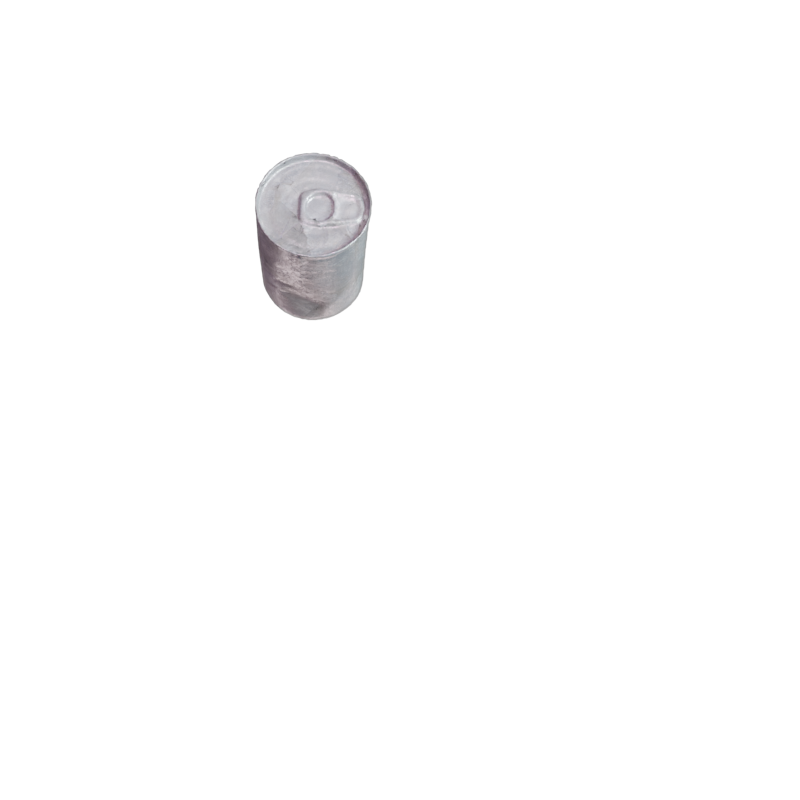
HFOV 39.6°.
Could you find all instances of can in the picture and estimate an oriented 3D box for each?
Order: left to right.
[{"bbox_3d":[-0.054,-0.098,0.685,0.068,0.072,0.097,0,-21,-3],"label":"can"}]
